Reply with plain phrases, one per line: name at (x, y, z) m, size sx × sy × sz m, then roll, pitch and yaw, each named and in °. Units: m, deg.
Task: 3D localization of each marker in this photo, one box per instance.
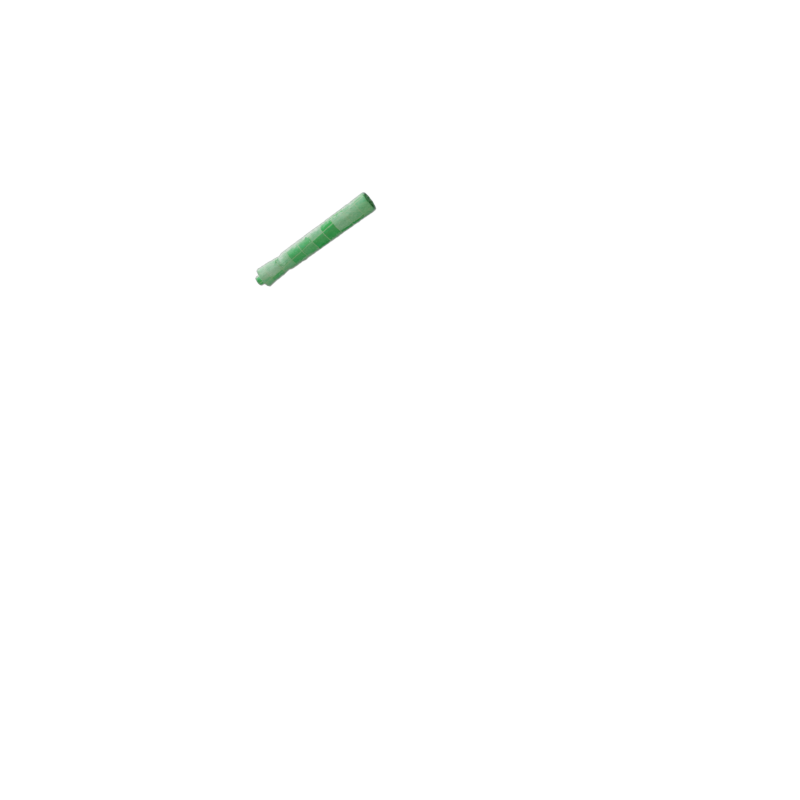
marker at (-0.074, -0.135, 0.944) m, size 0.120 × 0.020 × 0.019 m, roll -34°, pitch -5°, yaw 14°
